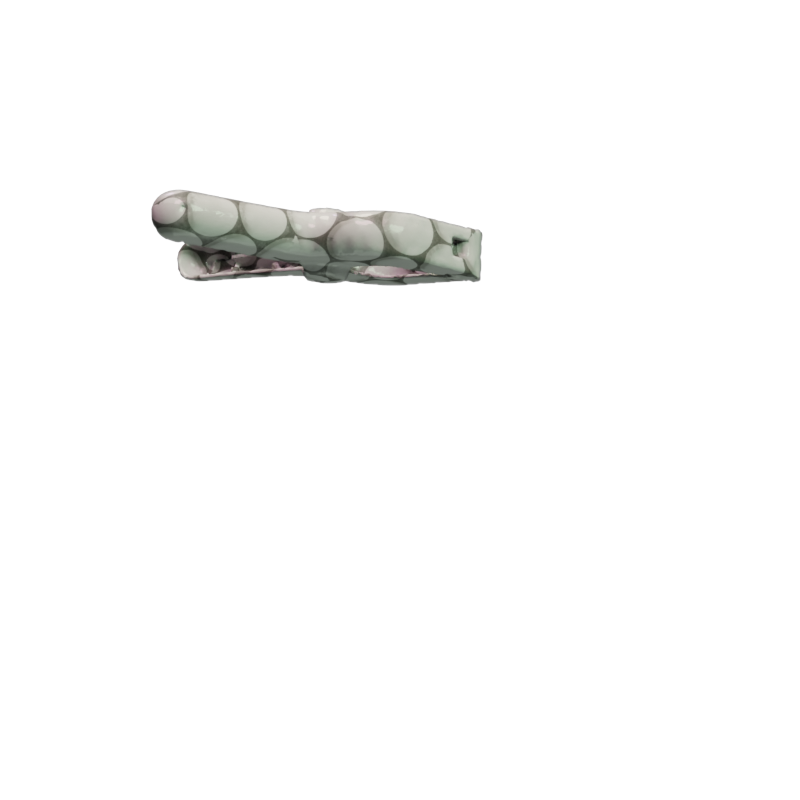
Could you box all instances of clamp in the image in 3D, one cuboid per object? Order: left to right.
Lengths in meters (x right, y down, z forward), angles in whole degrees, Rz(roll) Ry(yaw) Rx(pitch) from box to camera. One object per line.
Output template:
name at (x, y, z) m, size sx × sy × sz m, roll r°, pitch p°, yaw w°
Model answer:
clamp at (-0.044, -0.081, 0.568) m, size 0.173 × 0.040 × 0.118 m, roll 0°, pitch 0°, yaw 7°
